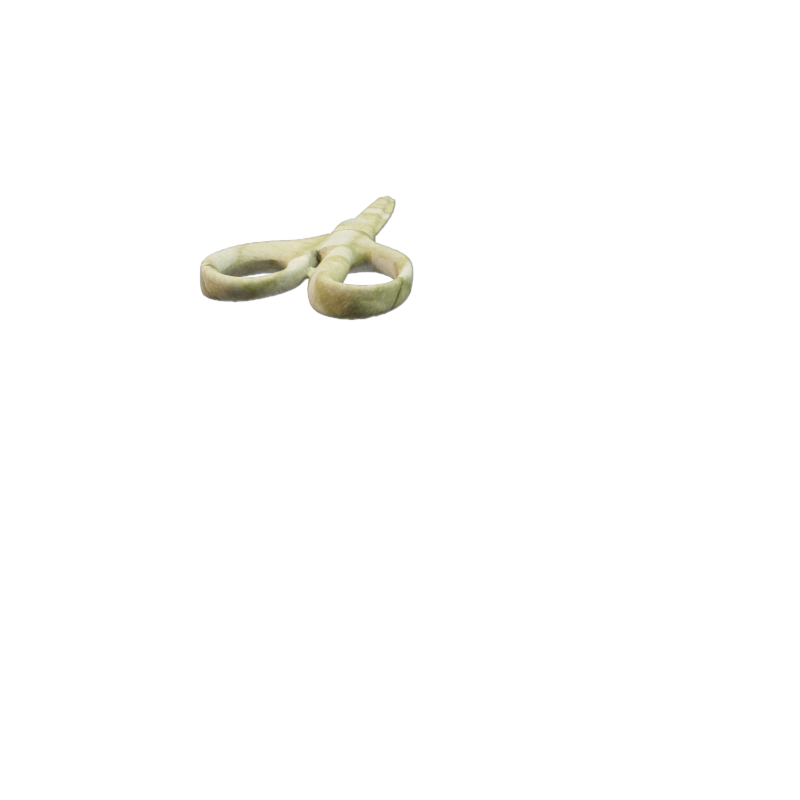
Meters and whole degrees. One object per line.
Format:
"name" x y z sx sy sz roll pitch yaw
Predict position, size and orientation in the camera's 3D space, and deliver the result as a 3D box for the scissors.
"scissors" -0.040 -0.073 0.512 0.096 0.015 0.211 -2 21 -5
